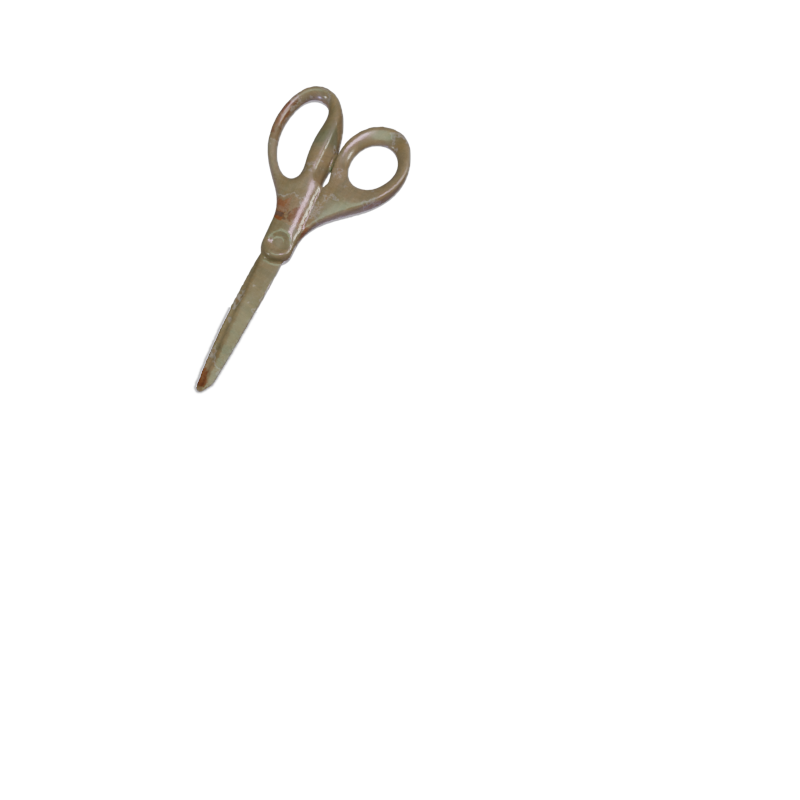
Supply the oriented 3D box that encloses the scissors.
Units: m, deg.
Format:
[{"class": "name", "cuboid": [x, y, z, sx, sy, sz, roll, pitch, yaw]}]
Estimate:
[{"class": "scissors", "cuboid": [-0.051, -0.092, 0.648, 0.097, 0.211, 0.015, 8, -22, 3]}]
